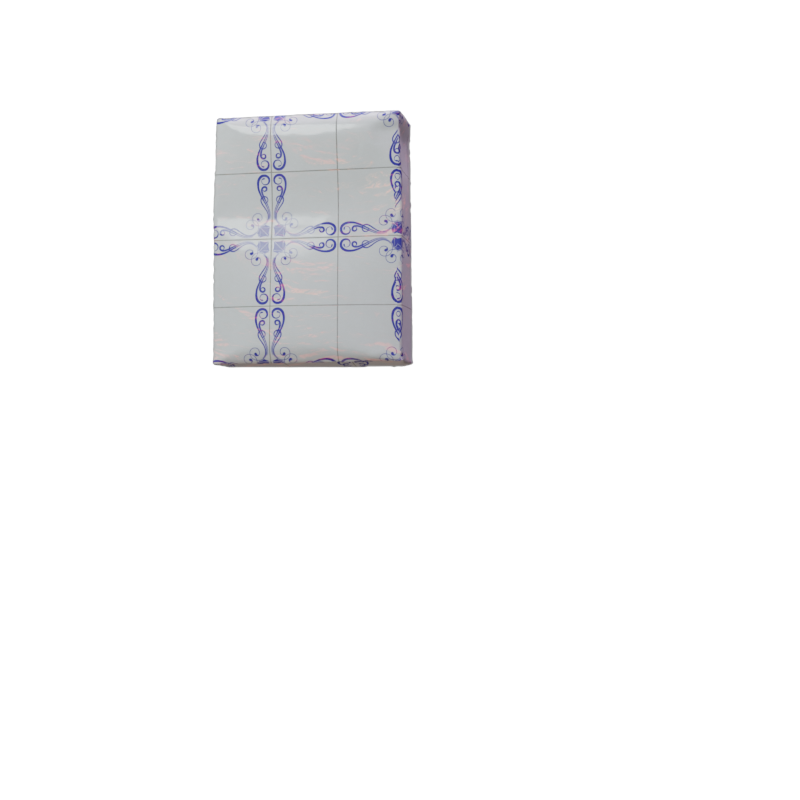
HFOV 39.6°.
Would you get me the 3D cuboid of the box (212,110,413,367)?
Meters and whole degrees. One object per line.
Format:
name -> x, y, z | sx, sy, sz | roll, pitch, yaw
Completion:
box -> -0.074, -0.136, 0.950 | 0.166, 0.217, 0.070 | -1, -6, 10
